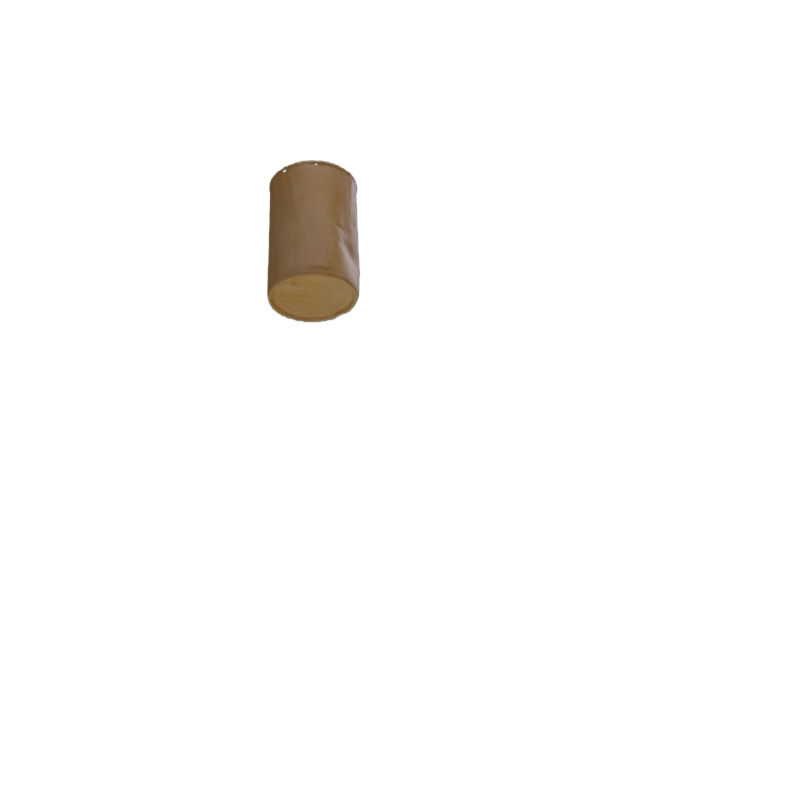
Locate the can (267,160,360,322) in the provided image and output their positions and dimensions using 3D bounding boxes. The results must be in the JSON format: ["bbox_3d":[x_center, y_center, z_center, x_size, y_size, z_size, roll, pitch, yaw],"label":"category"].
[{"bbox_3d":[-0.064,-0.118,0.823,0.068,0.109,0.064,-1,-32,-2],"label":"can"}]
